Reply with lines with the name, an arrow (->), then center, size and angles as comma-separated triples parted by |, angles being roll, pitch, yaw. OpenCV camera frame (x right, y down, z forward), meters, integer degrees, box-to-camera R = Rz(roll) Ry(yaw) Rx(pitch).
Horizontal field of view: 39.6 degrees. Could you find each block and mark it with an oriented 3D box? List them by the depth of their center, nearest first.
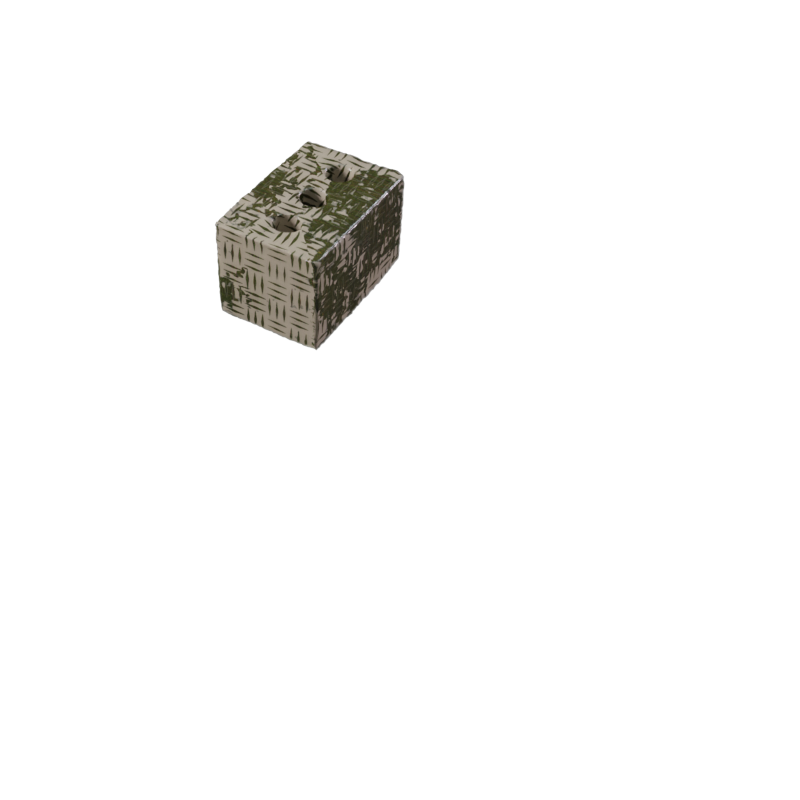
block -> -0.039, -0.071, 0.498 | 0.055, 0.048, 0.080 | 21, 46, 20
